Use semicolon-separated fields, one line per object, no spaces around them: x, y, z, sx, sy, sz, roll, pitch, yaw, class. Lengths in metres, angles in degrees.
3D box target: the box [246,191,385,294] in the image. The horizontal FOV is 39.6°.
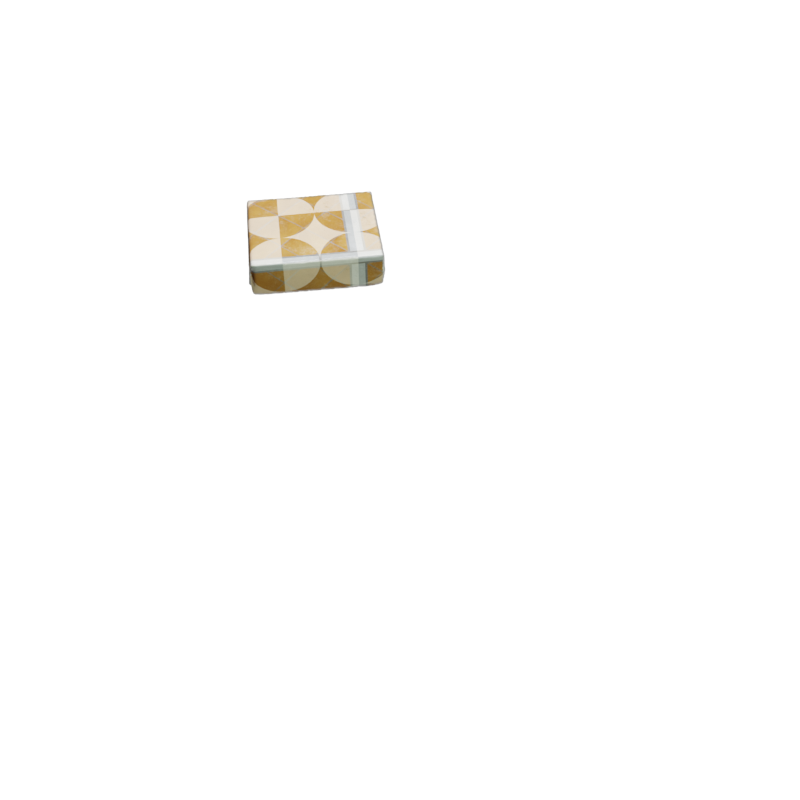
-0.074;-0.135;0.947;0.113;0.036;0.097;-4;44;-5;box
